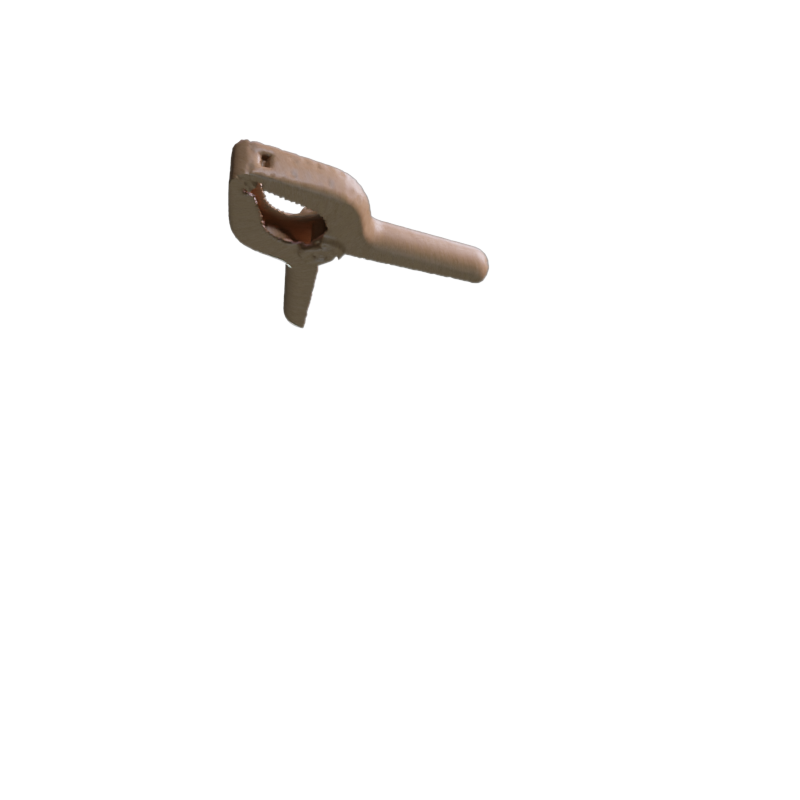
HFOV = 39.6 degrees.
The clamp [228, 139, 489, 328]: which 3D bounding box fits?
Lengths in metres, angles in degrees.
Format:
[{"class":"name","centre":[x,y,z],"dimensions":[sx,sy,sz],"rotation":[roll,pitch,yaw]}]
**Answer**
[{"class":"clamp","centre":[-0.059,-0.108,0.759],"dimensions":[0.166,0.039,0.195],"rotation":[-18,-31,32]}]
